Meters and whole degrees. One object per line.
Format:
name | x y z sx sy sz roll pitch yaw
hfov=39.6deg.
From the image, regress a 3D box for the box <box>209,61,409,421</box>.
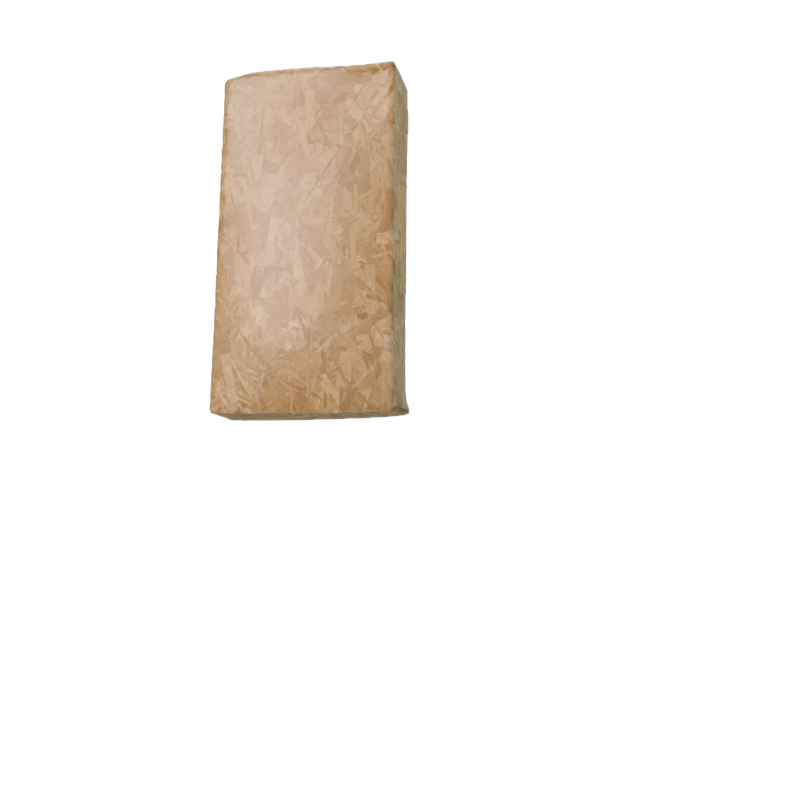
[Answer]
box | -0.044 -0.080 0.559 0.095 0.181 0.046 -3 -12 13
